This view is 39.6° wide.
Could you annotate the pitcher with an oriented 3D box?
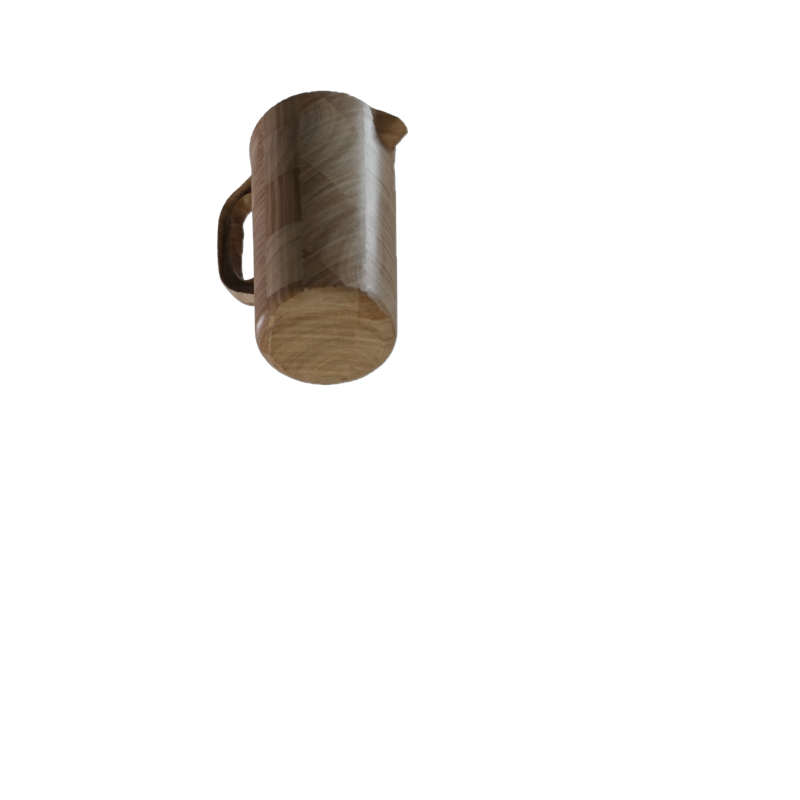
[{"bbox_3d":[-0.072,-0.131,0.920,0.142,0.261,0.142,10,-45,-14],"label":"pitcher"}]
